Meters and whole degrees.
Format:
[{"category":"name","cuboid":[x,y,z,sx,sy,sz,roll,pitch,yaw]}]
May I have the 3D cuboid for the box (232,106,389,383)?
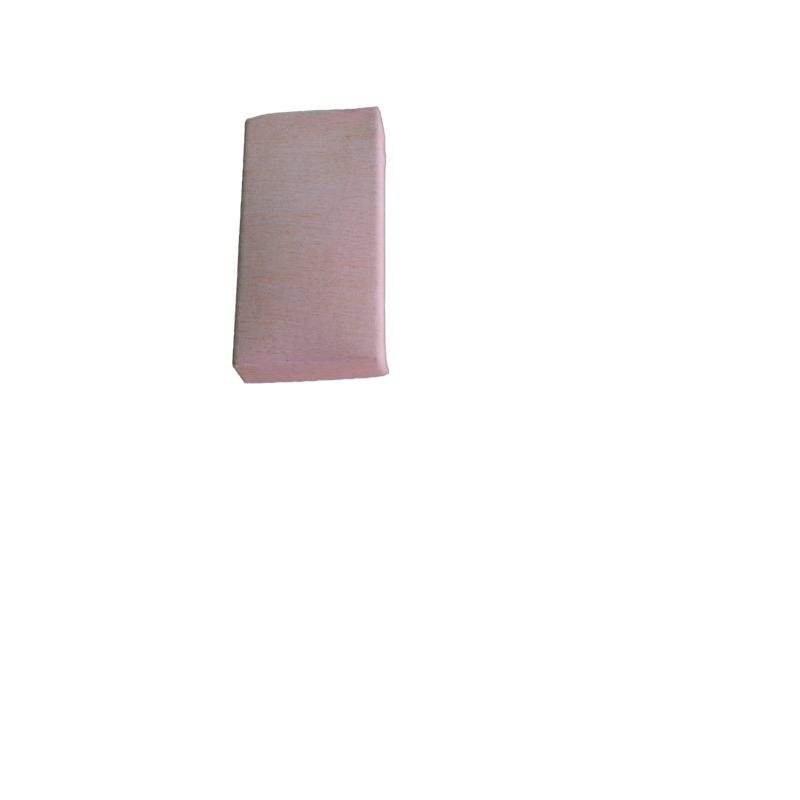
[{"category":"box","cuboid":[-0.056,-0.101,0.710,0.094,0.185,0.045,-4,-21,7]}]
